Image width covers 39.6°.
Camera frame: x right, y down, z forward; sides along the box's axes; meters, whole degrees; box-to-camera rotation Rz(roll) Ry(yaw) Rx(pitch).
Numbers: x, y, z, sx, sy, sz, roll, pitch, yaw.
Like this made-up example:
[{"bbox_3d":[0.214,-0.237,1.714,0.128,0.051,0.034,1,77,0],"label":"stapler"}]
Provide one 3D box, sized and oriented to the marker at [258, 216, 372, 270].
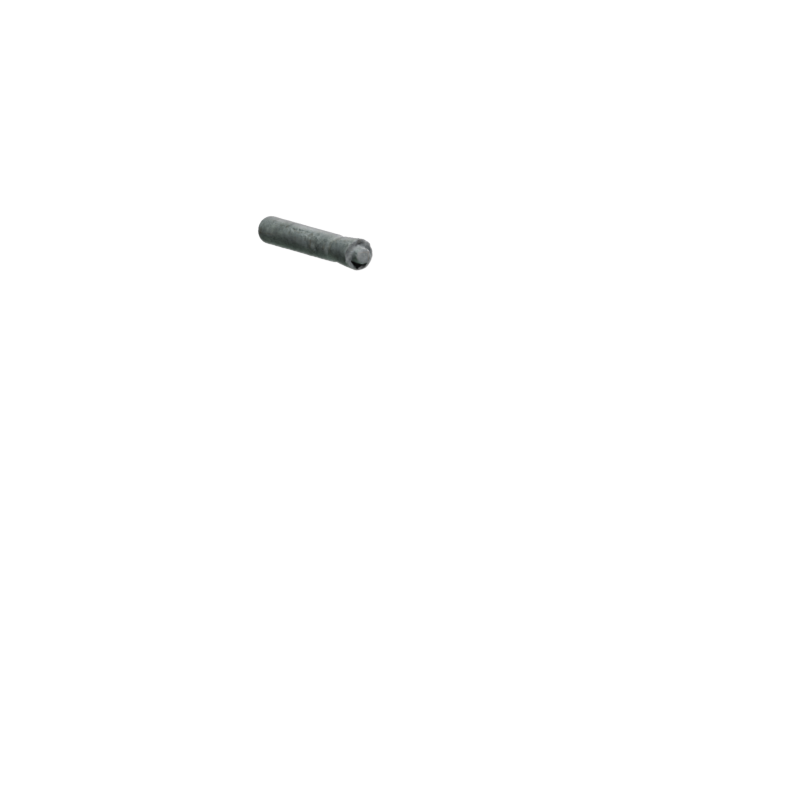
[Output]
[{"bbox_3d":[-0.054,-0.098,0.689,0.019,0.019,0.128,-3,15,-32],"label":"marker"}]
